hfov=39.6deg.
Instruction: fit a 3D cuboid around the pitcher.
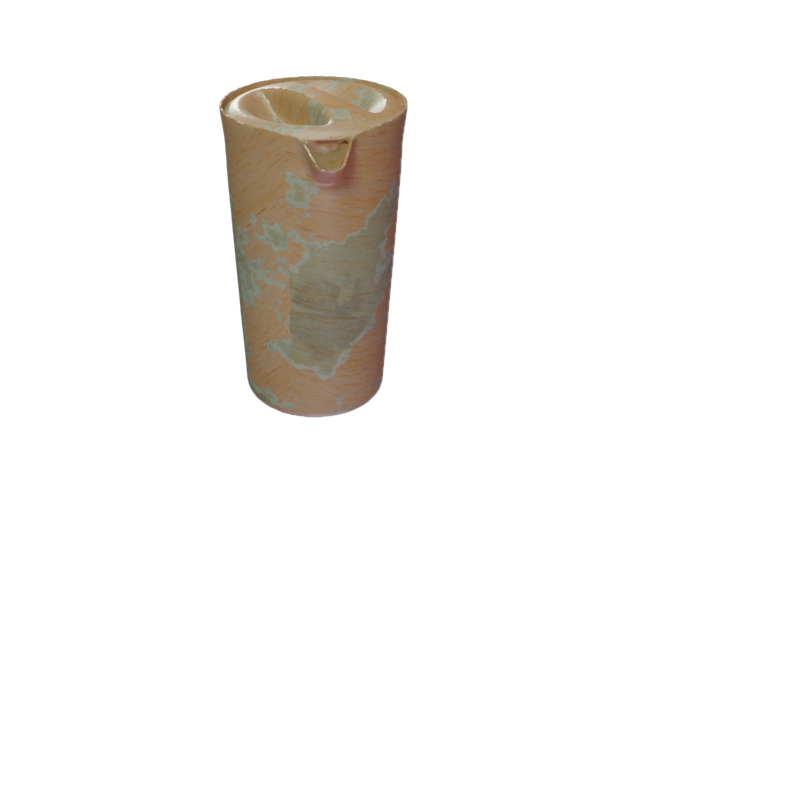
[{"bbox_3d":[-0.066,-0.120,0.841,0.153,0.229,0.150,19,33,29],"label":"pitcher"}]
